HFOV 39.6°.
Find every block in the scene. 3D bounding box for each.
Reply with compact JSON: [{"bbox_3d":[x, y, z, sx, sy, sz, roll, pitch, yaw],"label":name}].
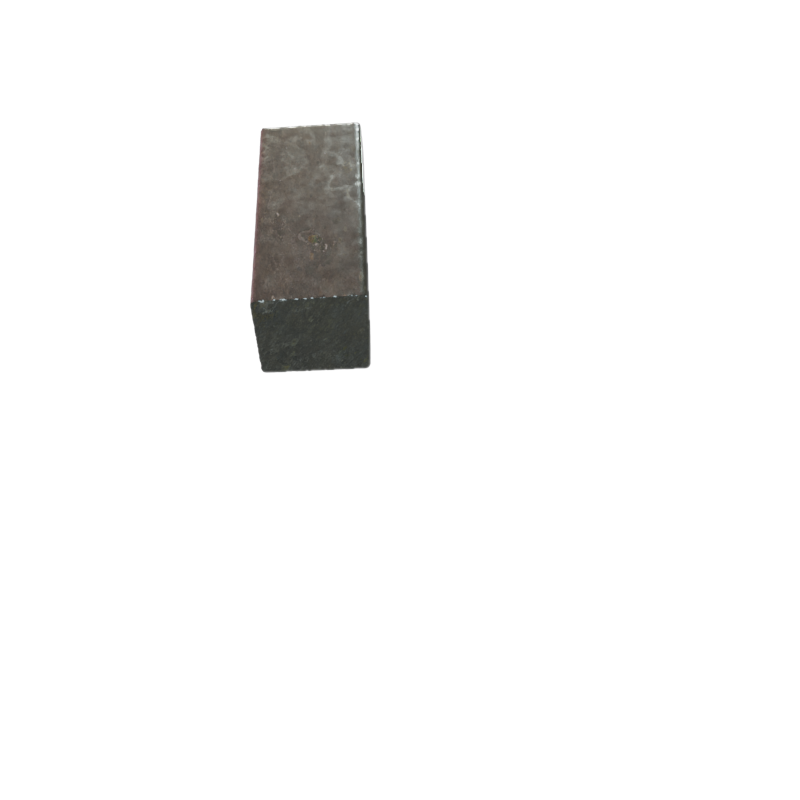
[{"bbox_3d":[-0.073,-0.133,0.933,0.091,0.221,0.084,-4,-41,0],"label":"block"}]
